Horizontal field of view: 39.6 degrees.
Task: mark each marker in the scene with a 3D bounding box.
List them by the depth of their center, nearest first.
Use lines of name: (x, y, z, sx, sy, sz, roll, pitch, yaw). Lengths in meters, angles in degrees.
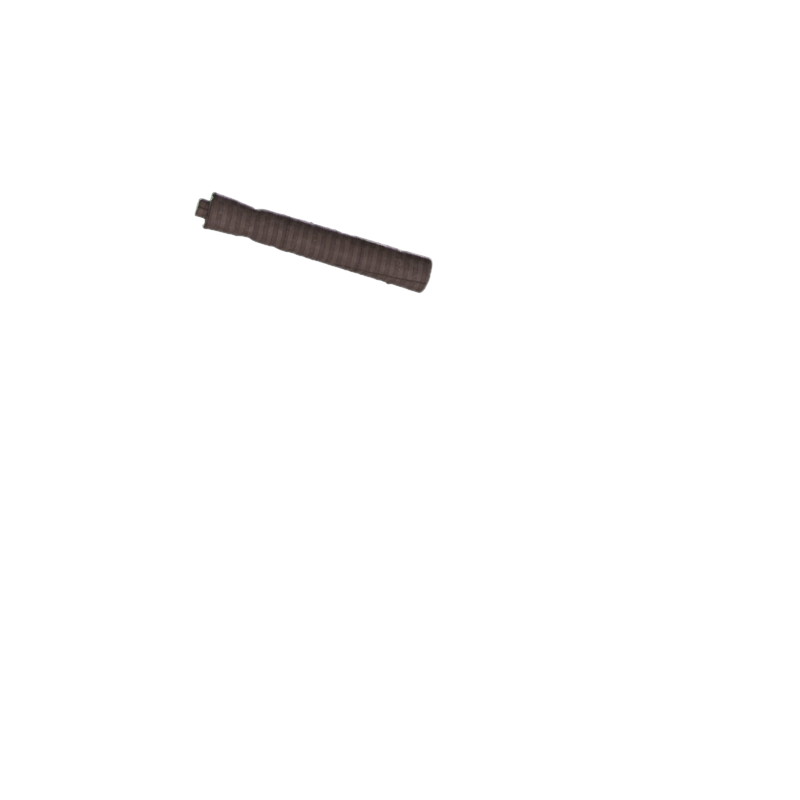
marker: (-0.043, -0.079, 0.553, 0.119, 0.020, 0.020, 16, 1, -9)
